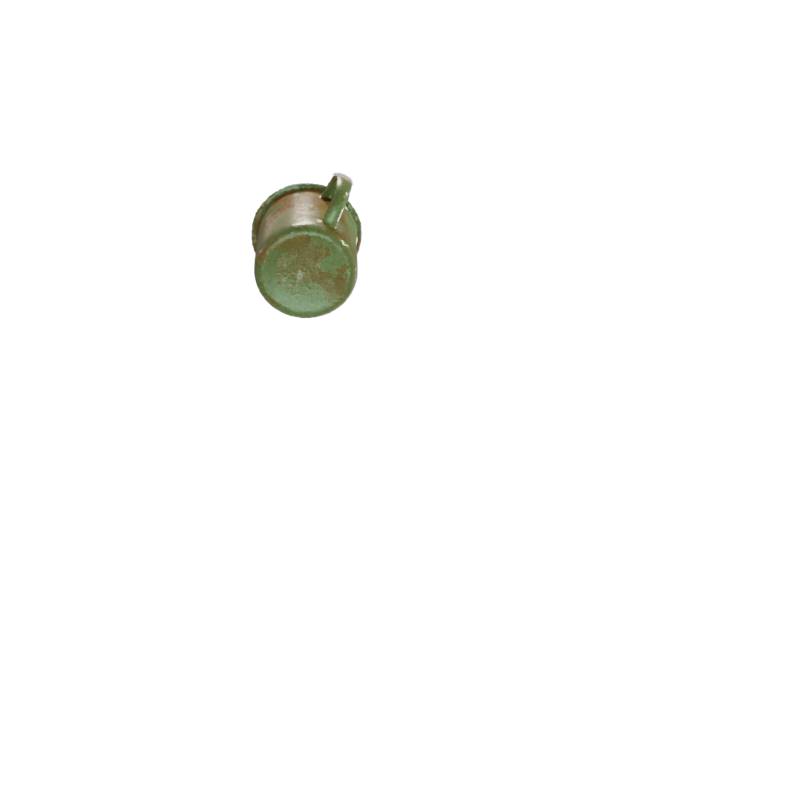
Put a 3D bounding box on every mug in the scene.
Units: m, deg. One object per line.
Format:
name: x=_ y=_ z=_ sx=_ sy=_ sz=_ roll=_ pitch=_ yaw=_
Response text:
mug: x=-0.070 y=-0.127 z=0.893 sx=0.091 sy=0.114 sz=0.086 roll=27 pitch=23 yaw=-15
